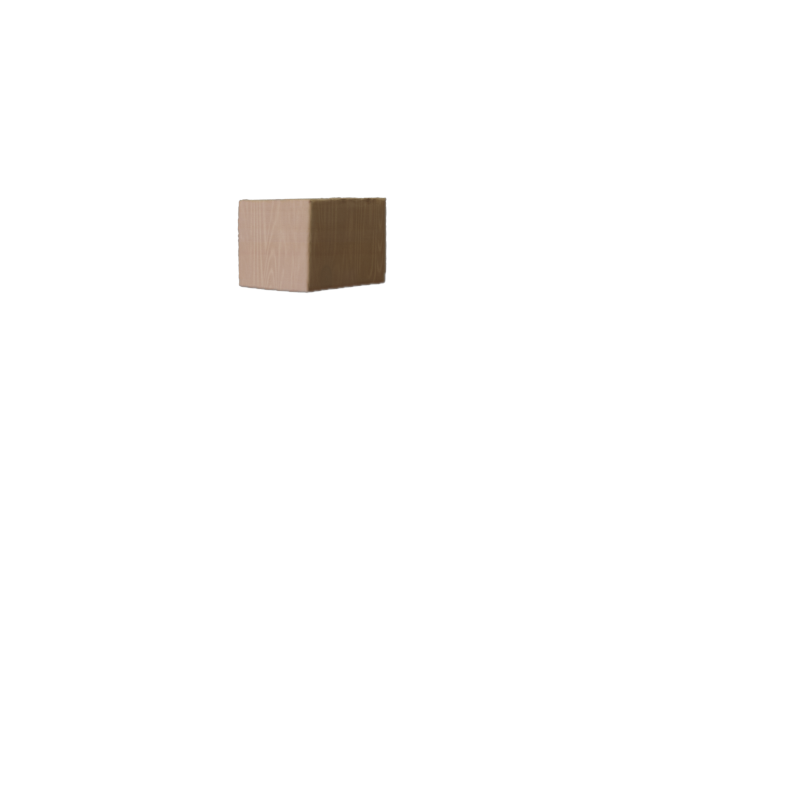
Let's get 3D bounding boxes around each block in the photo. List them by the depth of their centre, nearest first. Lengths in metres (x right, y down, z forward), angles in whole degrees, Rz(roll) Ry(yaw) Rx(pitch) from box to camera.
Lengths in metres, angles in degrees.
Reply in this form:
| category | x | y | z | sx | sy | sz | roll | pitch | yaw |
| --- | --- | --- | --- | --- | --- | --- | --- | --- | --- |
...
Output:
| category | x | y | z | sx | sy | sz | roll | pitch | yaw |
| --- | --- | --- | --- | --- | --- | --- | --- | --- | --- |
| block | -0.050 | -0.091 | 0.640 | 0.055 | 0.051 | 0.076 | 5 | 10 | 34 |
